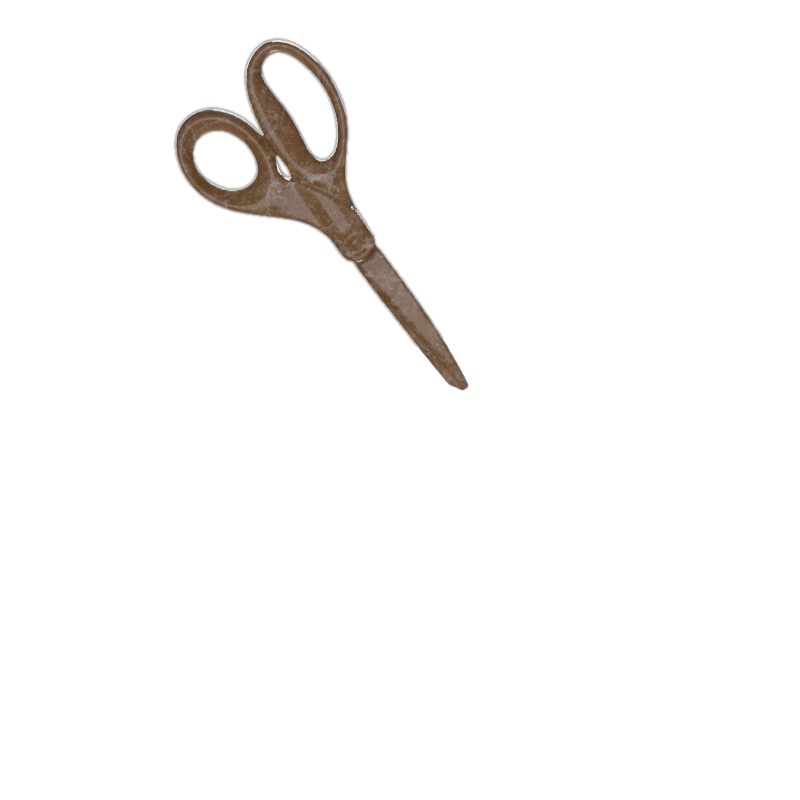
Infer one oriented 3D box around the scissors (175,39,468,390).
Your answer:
[{"bbox_3d":[-0.044,-0.080,0.559,0.096,0.196,0.016,-20,10,4],"label":"scissors"}]
